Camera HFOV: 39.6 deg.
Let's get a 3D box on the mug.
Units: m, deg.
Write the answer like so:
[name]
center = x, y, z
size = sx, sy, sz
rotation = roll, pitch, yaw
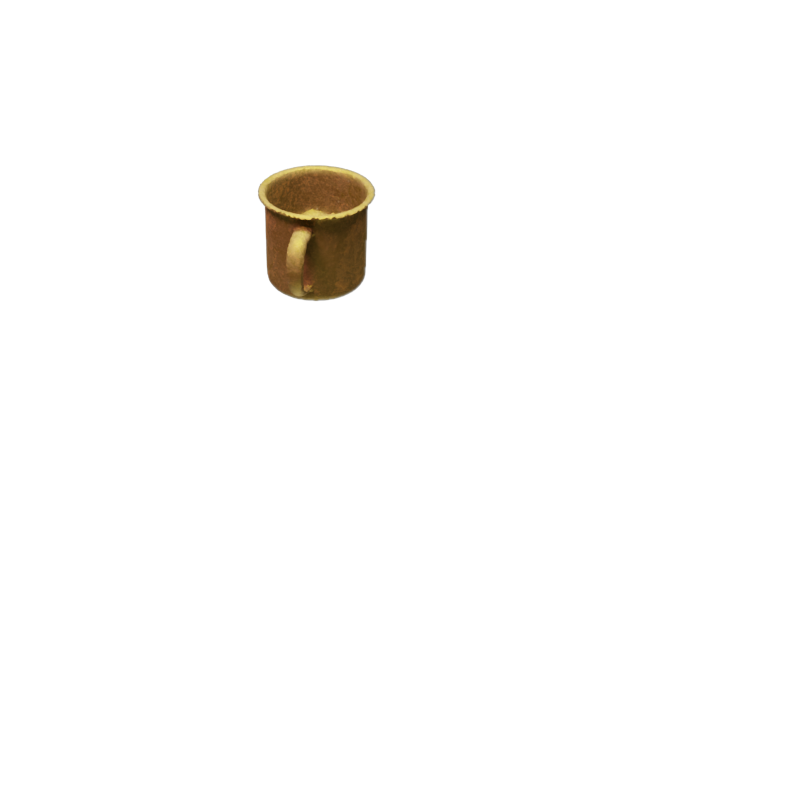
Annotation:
[mug]
center = -0.069, -0.126, 0.886
size = 0.094, 0.076, 0.123
rotation = 6, 34, 7
